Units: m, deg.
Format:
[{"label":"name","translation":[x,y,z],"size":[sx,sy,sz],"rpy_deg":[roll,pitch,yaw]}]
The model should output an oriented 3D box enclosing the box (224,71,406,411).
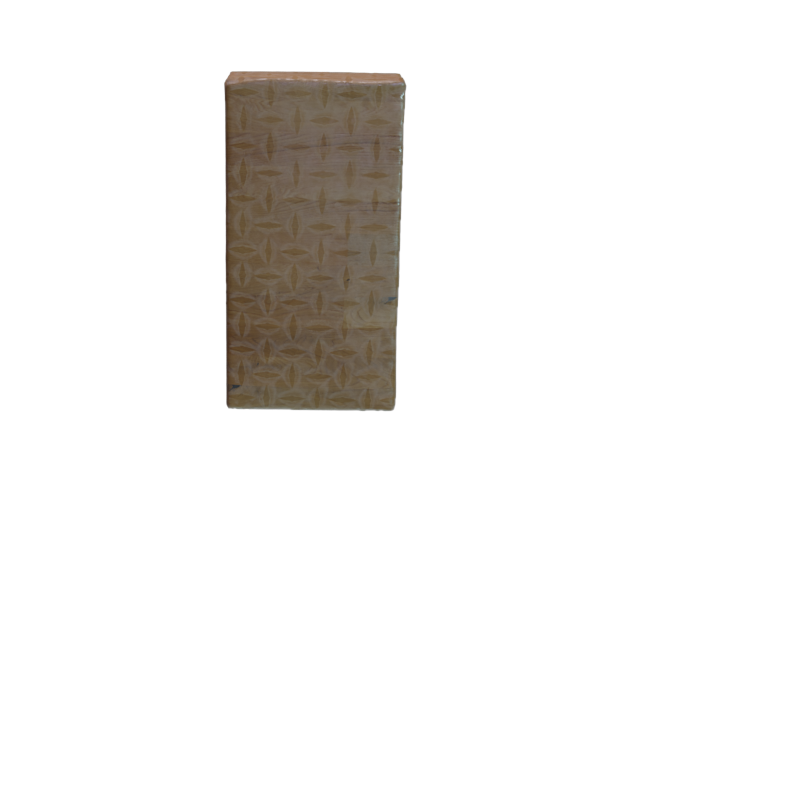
[{"label":"box","translation":[-0.046,-0.084,0.586],"size":[0.093,0.169,0.050],"rpy_deg":[1,17,-1]}]
